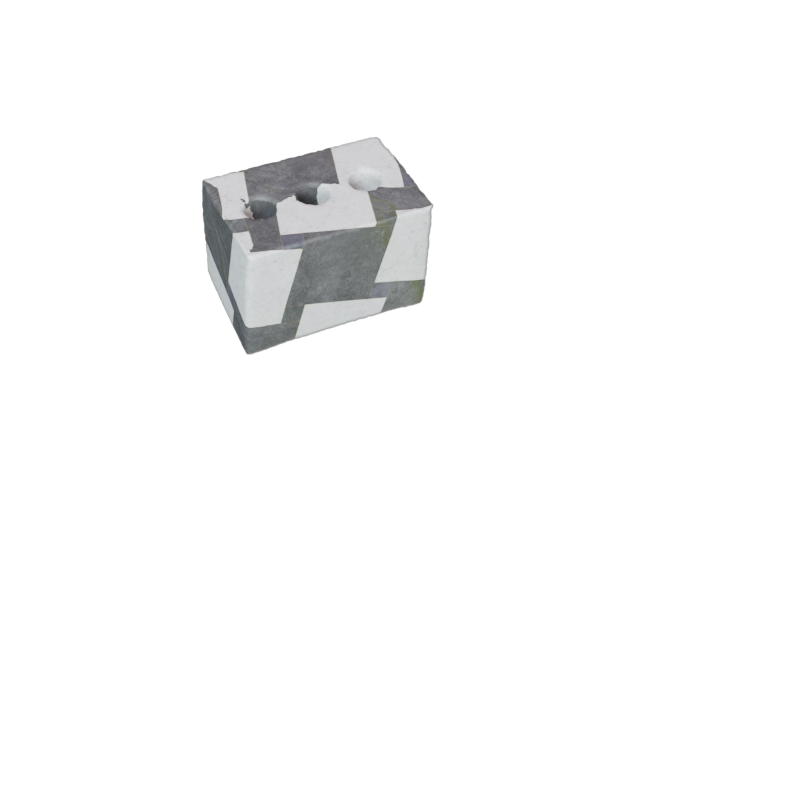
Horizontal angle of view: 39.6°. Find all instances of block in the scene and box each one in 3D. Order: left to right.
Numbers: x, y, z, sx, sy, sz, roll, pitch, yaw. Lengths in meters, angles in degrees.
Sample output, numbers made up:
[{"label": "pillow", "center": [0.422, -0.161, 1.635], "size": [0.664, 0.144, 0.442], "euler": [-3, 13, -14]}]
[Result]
[{"label": "block", "center": [-0.034, -0.063, 0.440], "size": [0.077, 0.048, 0.057], "euler": [-18, 49, -18]}]
